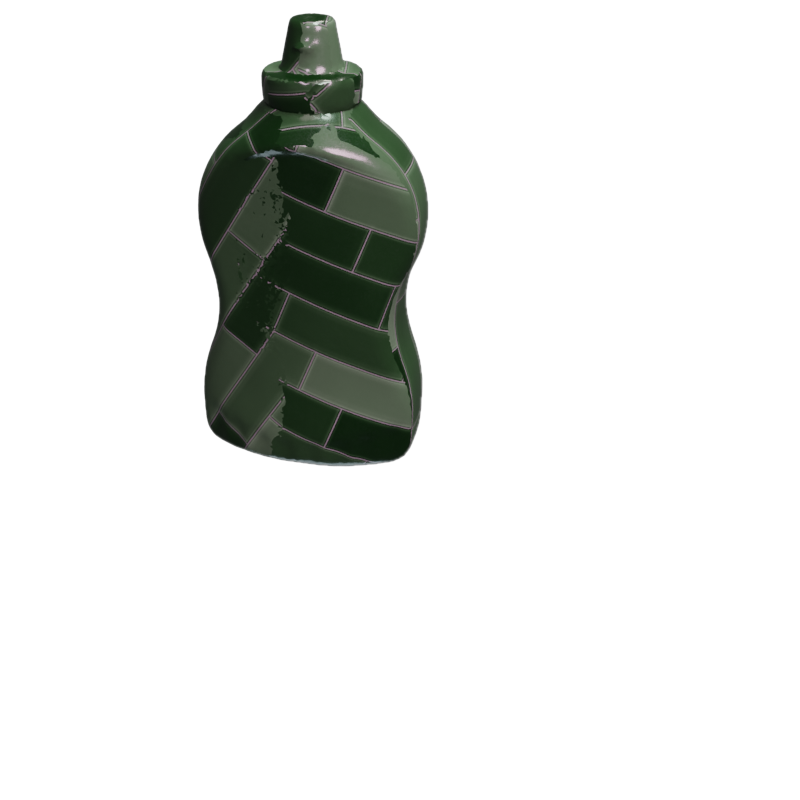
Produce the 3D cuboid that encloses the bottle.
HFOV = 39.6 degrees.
[{"bbox_3d":[-0.037,-0.067,0.472,0.098,0.182,0.060,8,25,13],"label":"bottle"}]
